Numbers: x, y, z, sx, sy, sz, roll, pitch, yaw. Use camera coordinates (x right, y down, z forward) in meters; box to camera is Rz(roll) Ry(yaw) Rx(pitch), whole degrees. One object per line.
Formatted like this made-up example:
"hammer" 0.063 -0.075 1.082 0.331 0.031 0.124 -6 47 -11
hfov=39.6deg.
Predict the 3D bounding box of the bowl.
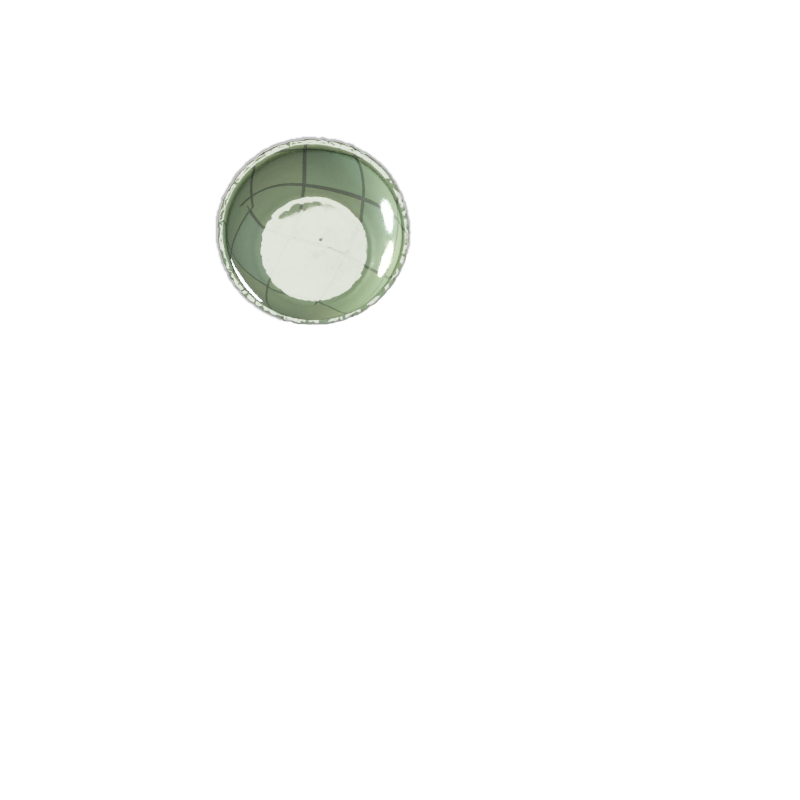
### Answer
"bowl" -0.071 -0.129 0.902 0.162 0.156 0.057 0 17 -1
